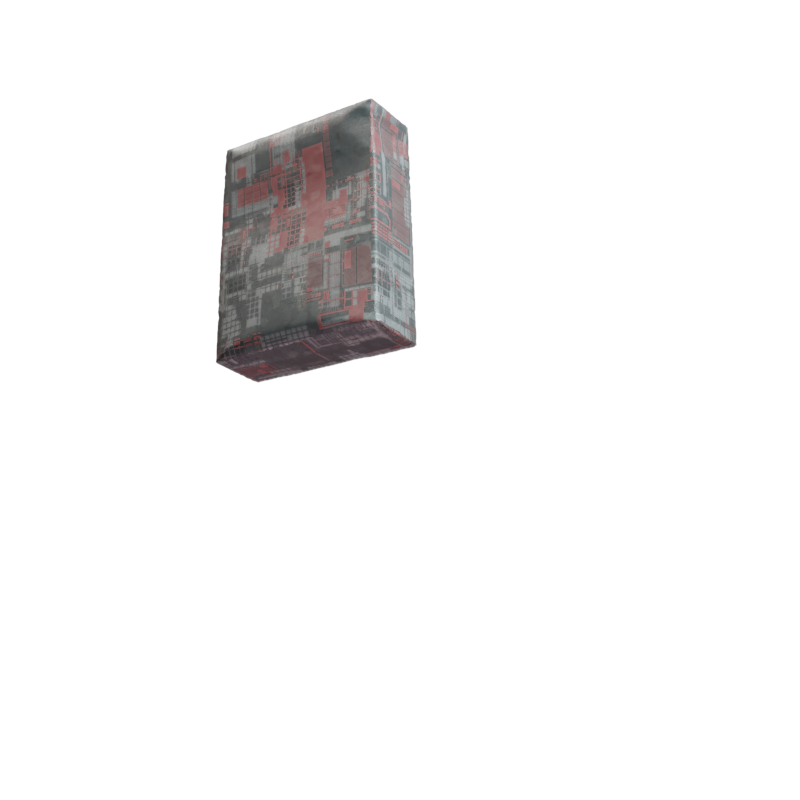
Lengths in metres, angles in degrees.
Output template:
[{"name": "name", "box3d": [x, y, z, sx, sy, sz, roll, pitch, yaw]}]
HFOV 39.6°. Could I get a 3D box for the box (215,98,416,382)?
[{"name": "box", "box3d": [-0.076, -0.138, 0.966, 0.167, 0.226, 0.067, -14, -27, 28]}]
